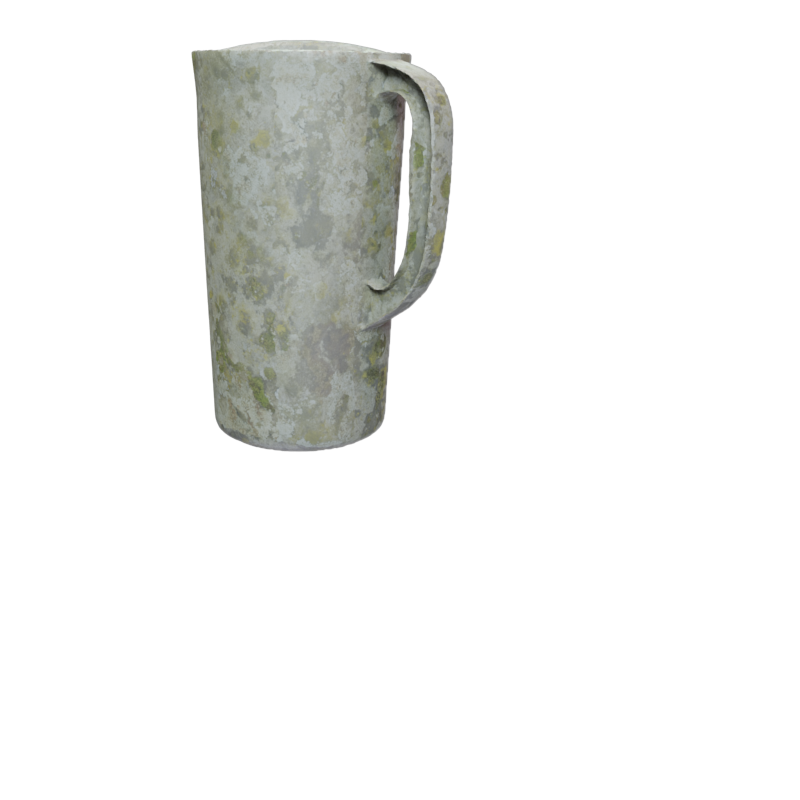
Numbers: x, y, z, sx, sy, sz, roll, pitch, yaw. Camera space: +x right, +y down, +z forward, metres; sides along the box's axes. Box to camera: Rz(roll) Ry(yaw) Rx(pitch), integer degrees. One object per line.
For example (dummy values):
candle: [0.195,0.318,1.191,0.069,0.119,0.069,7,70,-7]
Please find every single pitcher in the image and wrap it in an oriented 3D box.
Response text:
pitcher: [-0.053,-0.097,0.678,0.144,0.238,0.154,-1,11,-7]
